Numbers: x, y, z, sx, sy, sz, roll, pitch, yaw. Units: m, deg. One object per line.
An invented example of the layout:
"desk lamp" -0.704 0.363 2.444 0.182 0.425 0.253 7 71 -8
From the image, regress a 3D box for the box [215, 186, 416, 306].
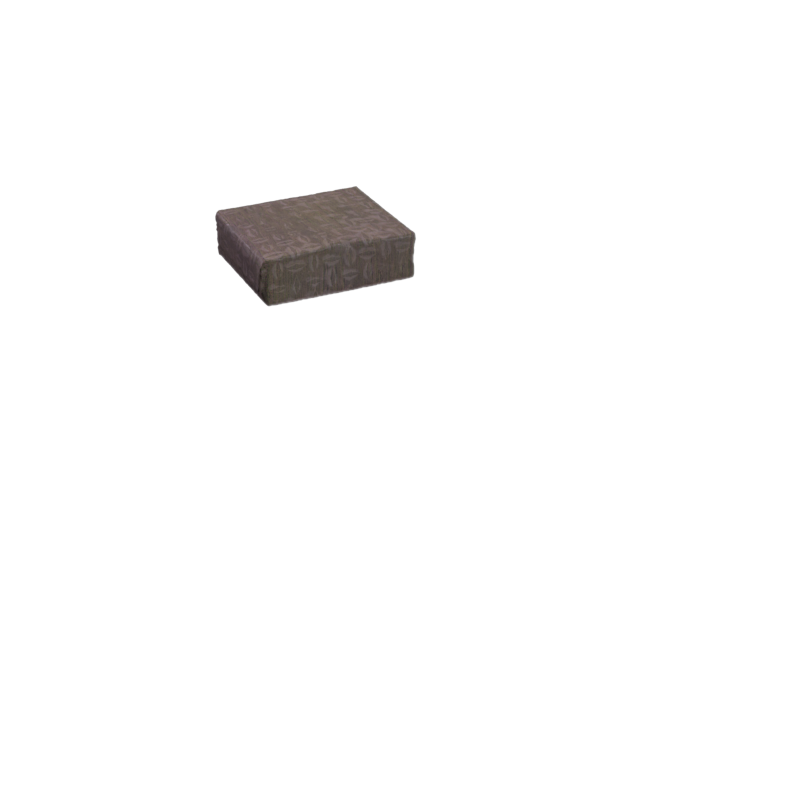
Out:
"box" -0.047 -0.086 0.602 0.088 0.028 0.079 -13 33 -22
